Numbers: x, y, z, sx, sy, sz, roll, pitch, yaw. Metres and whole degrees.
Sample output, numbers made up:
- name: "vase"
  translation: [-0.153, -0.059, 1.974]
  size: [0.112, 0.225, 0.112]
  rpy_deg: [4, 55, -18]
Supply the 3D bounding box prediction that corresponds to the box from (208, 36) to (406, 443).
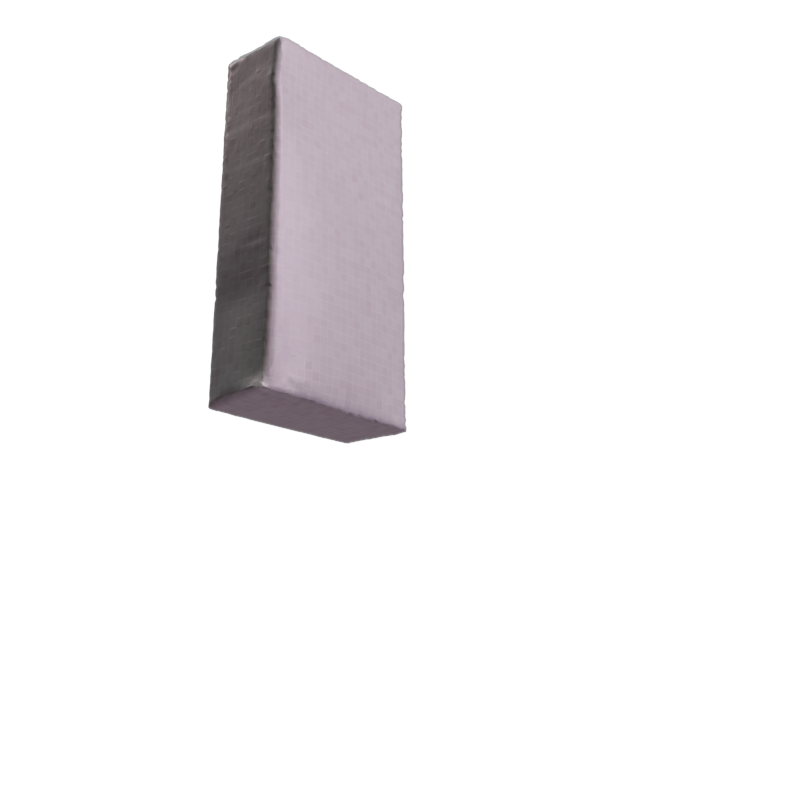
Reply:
- name: "box"
  translation: [-0.042, -0.076, 0.533]
  size: [0.048, 0.186, 0.088]
  rpy_deg: [-21, -30, 38]
